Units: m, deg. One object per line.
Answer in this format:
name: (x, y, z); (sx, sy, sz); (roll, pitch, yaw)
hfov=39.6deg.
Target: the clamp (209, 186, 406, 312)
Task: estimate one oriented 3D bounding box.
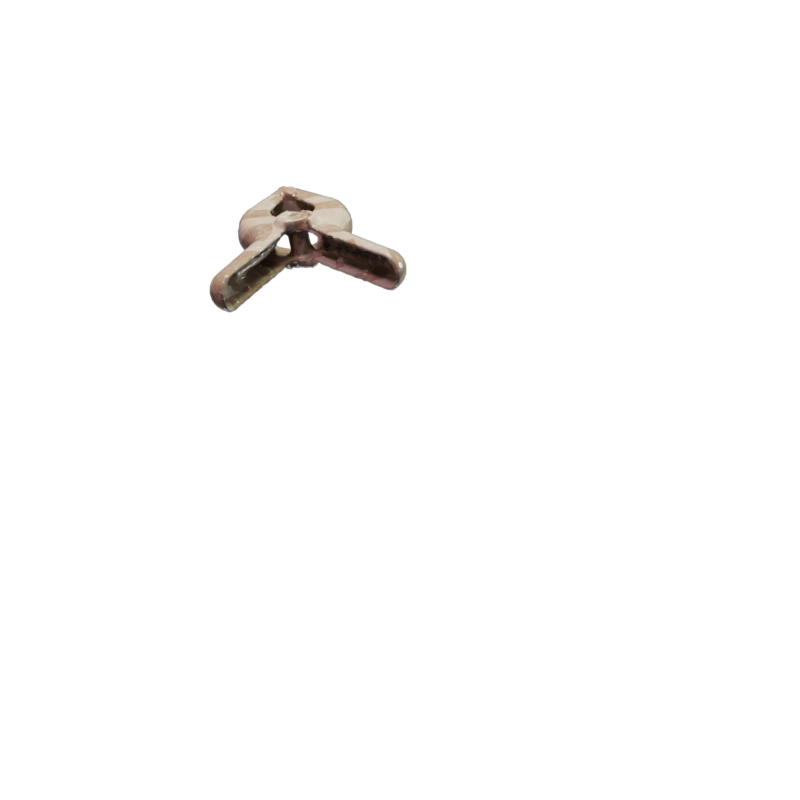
clamp: (-0.058, -0.106, 0.740); (0.120, 0.037, 0.181); (0, 30, 0)
